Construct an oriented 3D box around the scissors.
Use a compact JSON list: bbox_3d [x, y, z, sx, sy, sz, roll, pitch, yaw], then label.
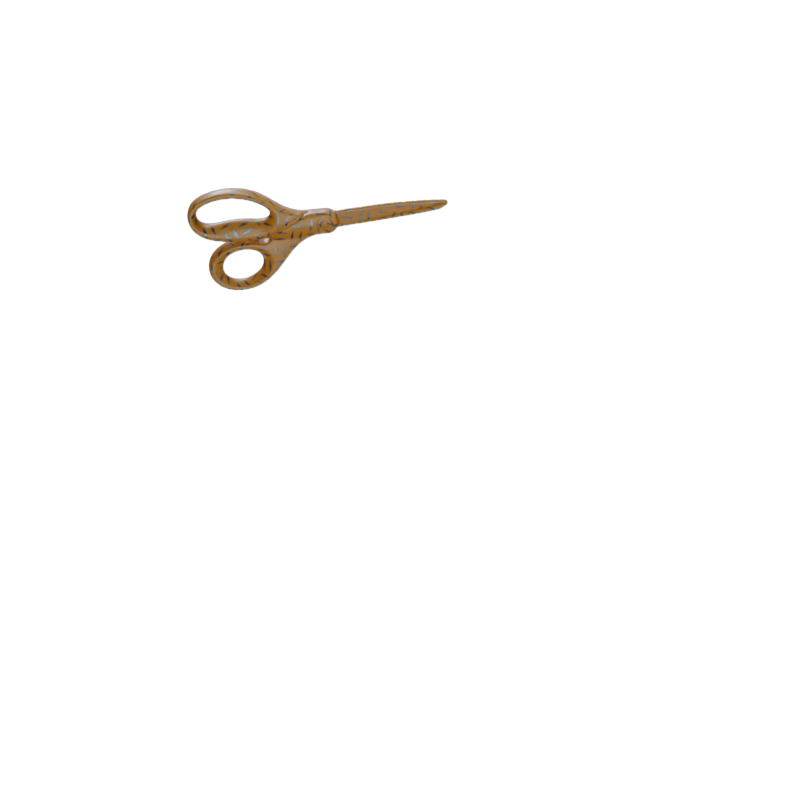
[{"bbox_3d":[-0.069,-0.126,0.882,0.201,0.091,0.017,5,31,-3],"label":"scissors"}]
